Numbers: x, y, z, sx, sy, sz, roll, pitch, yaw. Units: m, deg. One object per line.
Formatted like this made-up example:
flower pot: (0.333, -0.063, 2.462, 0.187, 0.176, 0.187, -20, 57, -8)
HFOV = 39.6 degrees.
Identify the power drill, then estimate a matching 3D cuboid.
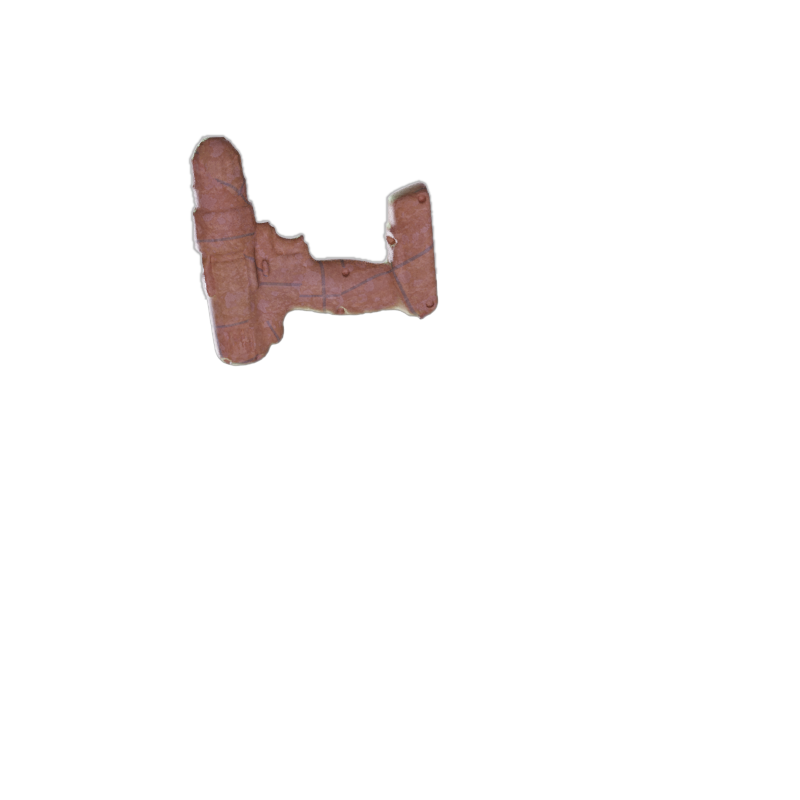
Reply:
power drill: (-0.069, -0.125, 0.877, 0.188, 0.178, 0.059, -6, 15, 1)
